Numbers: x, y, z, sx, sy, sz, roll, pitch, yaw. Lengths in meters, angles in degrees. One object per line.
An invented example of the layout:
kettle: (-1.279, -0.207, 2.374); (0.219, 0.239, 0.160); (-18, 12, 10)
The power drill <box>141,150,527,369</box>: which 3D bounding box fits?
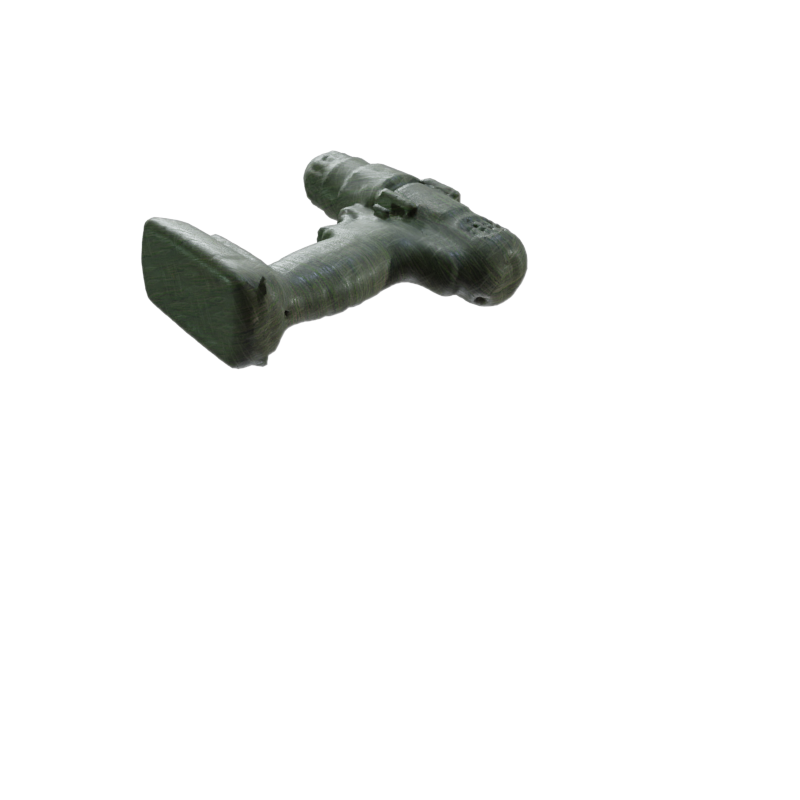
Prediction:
power drill: (-0.050, -0.091, 0.640); (0.185, 0.054, 0.198); (-21, 37, -32)
